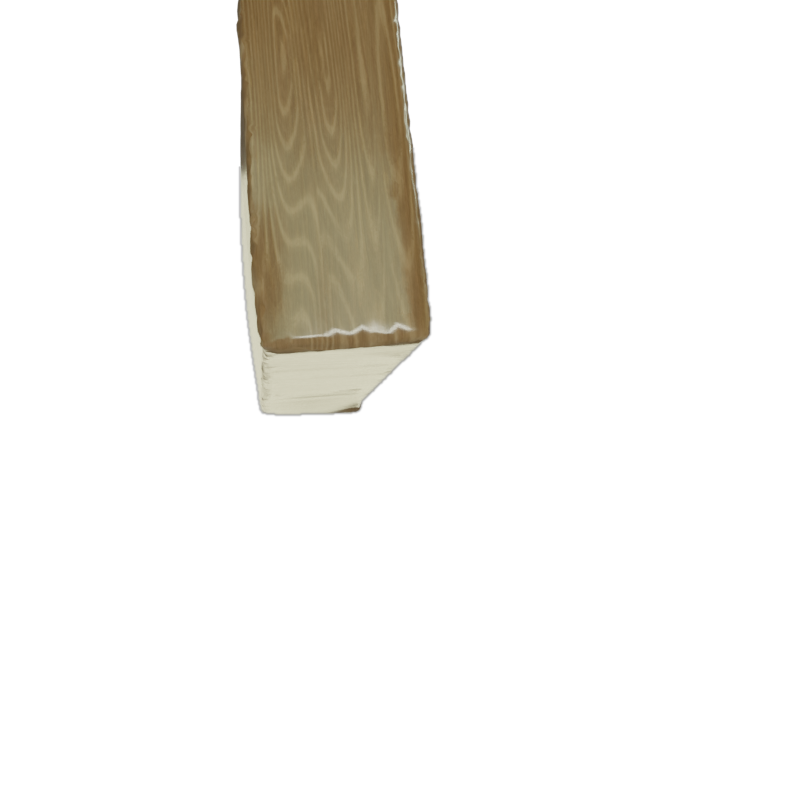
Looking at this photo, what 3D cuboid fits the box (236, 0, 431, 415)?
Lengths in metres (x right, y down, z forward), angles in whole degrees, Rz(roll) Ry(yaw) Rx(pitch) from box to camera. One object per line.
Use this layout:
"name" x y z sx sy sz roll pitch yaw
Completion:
"box" -0.027 -0.049 0.342 0.048 0.096 0.172 -4 -8 -5
